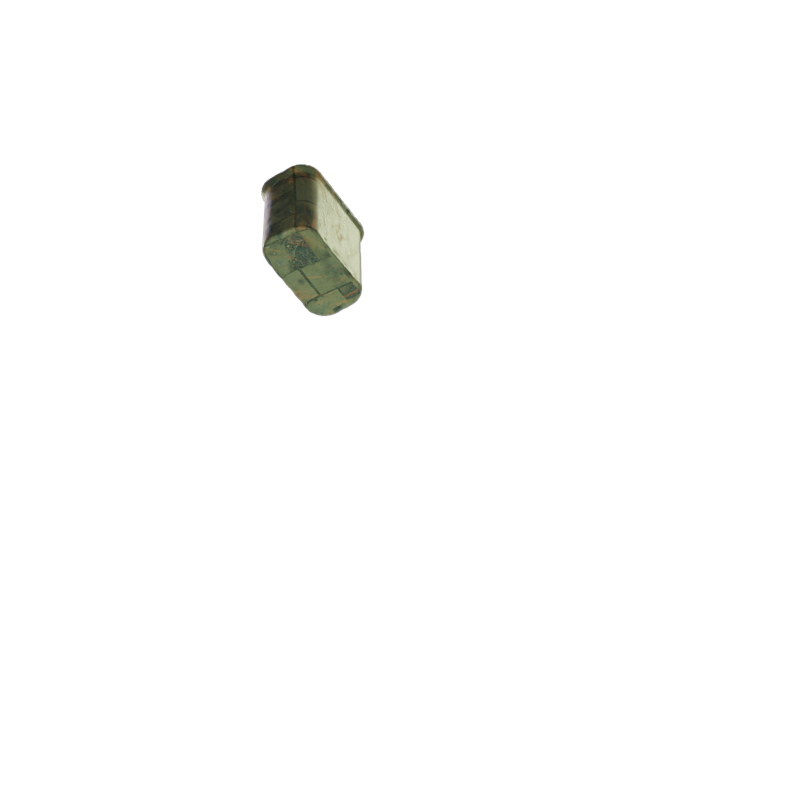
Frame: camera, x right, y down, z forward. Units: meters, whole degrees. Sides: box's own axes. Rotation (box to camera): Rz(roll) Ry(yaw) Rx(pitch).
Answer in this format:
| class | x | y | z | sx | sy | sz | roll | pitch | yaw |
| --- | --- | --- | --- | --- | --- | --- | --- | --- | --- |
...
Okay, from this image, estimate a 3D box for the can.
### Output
| class | x | y | z | sx | sy | sz | roll | pitch | yaw |
| --- | --- | --- | --- | --- | --- | --- | --- | --- | --- |
| can | -0.073 | -0.133 | 0.932 | 0.057 | 0.090 | 0.095 | -26 | -52 | 20 |
